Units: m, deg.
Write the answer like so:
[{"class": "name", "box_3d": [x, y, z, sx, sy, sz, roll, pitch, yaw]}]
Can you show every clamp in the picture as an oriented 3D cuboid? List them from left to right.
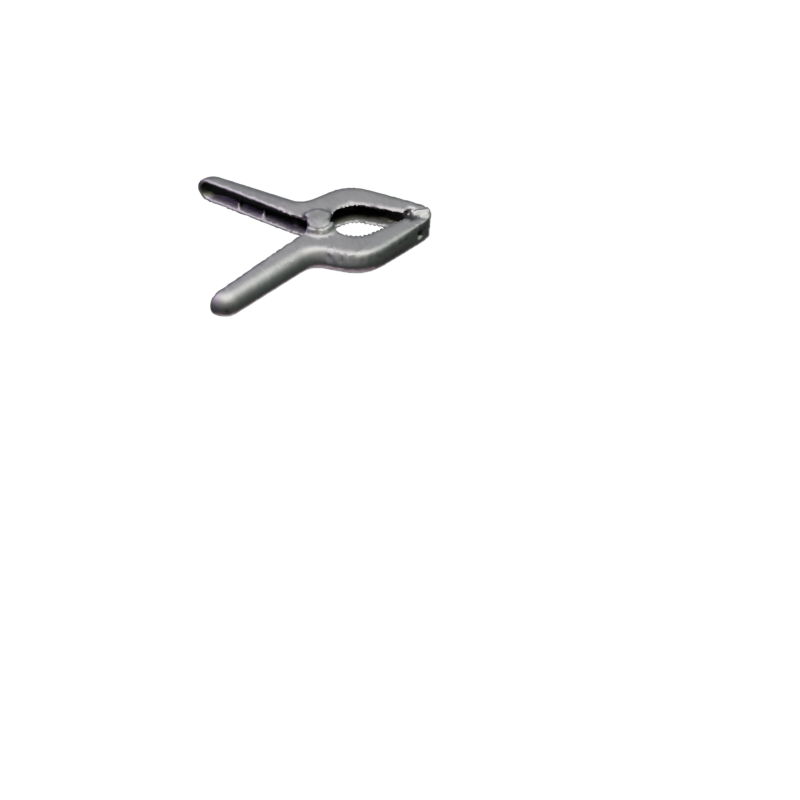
[{"class": "clamp", "box_3d": [-0.076, -0.139, 0.974, 0.209, 0.177, 0.034, -2, -41, -2]}]
